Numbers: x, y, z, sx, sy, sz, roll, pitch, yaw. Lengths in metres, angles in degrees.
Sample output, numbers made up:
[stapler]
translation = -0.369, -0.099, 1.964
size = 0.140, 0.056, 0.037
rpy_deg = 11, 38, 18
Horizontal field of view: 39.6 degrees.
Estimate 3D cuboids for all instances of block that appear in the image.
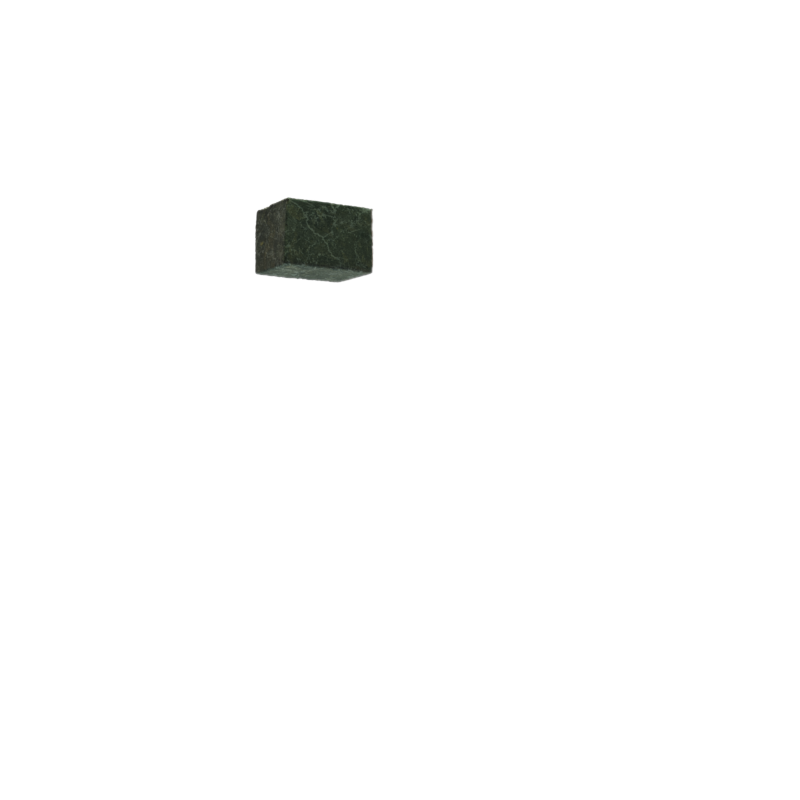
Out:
[block]
translation = -0.067, -0.121, 0.850
size = 0.075, 0.052, 0.054
rpy_deg = 3, -8, -32
